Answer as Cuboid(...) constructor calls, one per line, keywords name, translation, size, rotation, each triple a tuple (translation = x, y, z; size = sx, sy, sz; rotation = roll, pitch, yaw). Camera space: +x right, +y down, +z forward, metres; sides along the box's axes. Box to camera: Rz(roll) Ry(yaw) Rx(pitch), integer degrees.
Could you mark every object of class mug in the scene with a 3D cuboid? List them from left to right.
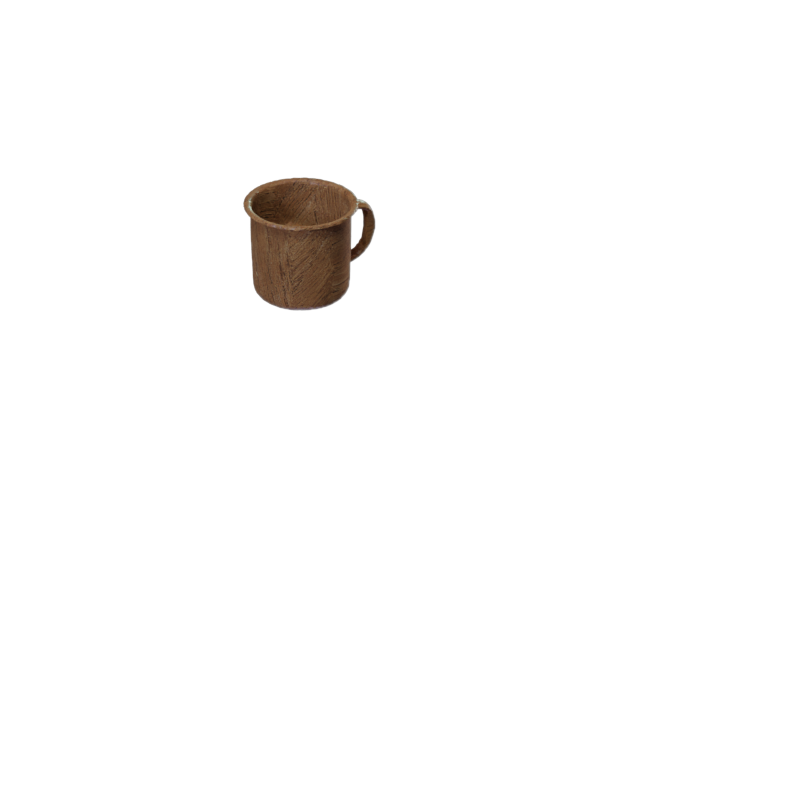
Cuboid(name="mug", translation=(-0.072, -0.131, 0.918), size=(0.116, 0.077, 0.100), rotation=(-21, 39, -29))
